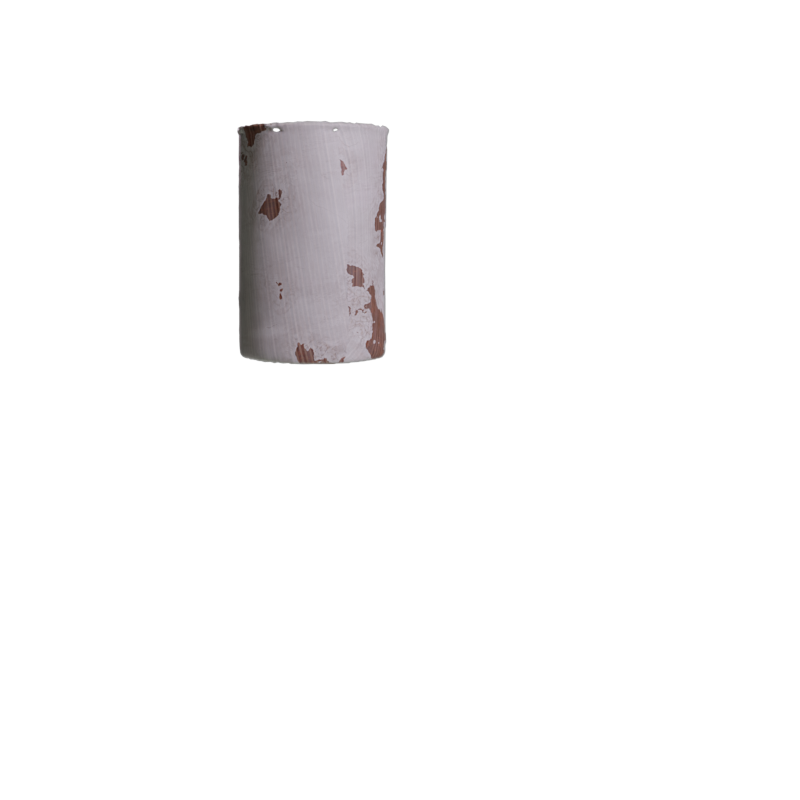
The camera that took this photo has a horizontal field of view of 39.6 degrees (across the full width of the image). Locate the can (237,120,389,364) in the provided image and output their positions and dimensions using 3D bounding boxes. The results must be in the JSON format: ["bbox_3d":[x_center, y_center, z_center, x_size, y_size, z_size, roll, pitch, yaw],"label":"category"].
[{"bbox_3d":[-0.039,-0.071,0.497,0.068,0.102,0.069,0,4,-2],"label":"can"}]
